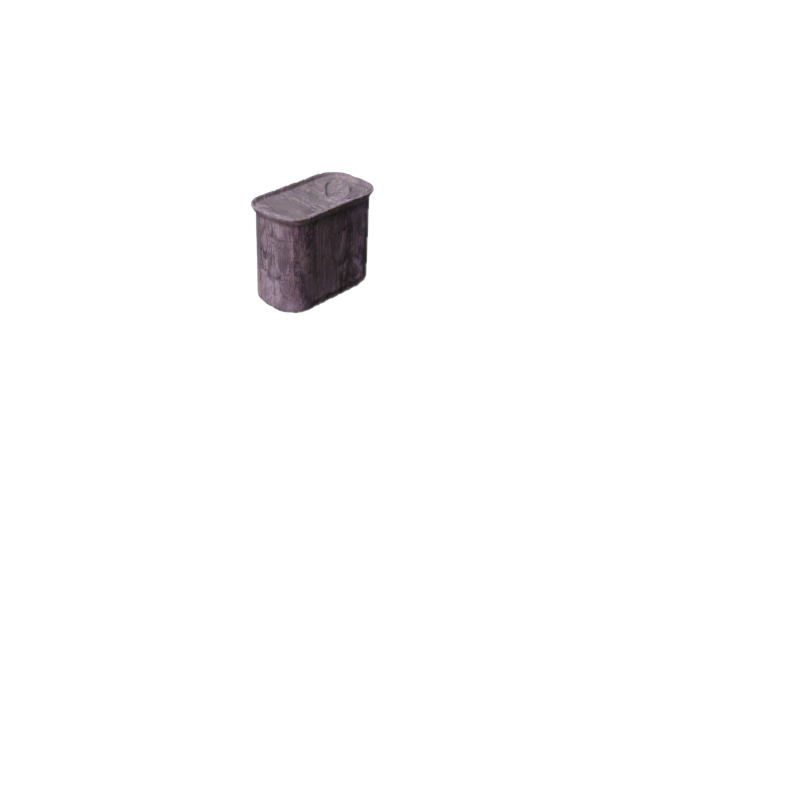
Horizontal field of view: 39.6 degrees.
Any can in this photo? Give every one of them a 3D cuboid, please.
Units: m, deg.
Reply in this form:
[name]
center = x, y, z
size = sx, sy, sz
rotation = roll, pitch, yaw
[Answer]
[can]
center = -0.070, -0.128, 0.893
size = 0.061, 0.079, 0.101
rotation = 25, 38, 35
